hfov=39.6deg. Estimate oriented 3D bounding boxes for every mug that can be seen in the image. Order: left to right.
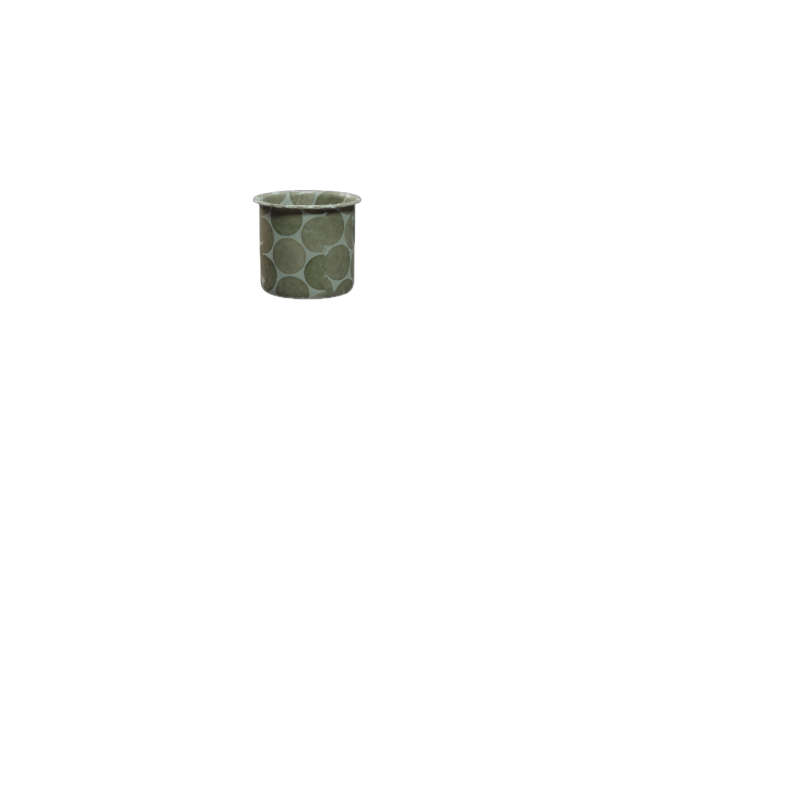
[{"bbox_3d":[-0.075,-0.138,0.964,0.096,0.079,0.117,7,17,22],"label":"mug"}]
